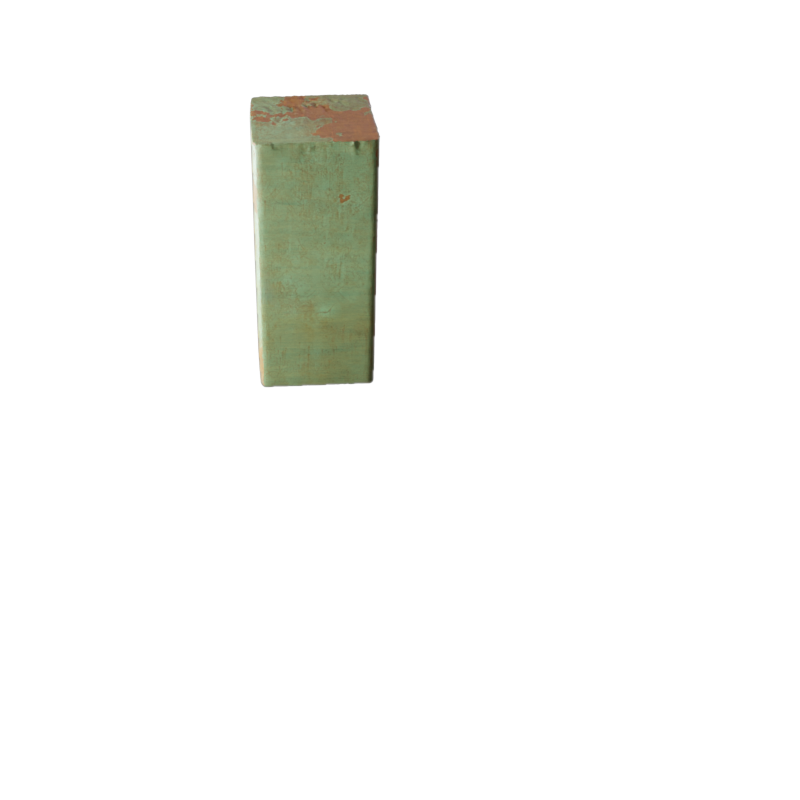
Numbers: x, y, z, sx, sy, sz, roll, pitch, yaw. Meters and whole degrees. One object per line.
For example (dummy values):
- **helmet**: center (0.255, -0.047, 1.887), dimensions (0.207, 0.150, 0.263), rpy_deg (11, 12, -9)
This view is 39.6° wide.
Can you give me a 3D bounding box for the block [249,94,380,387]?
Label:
- **block**: center (-0.066, -0.120, 0.846), dimensions (0.090, 0.194, 0.096), rpy_deg (-1, 32, -6)
